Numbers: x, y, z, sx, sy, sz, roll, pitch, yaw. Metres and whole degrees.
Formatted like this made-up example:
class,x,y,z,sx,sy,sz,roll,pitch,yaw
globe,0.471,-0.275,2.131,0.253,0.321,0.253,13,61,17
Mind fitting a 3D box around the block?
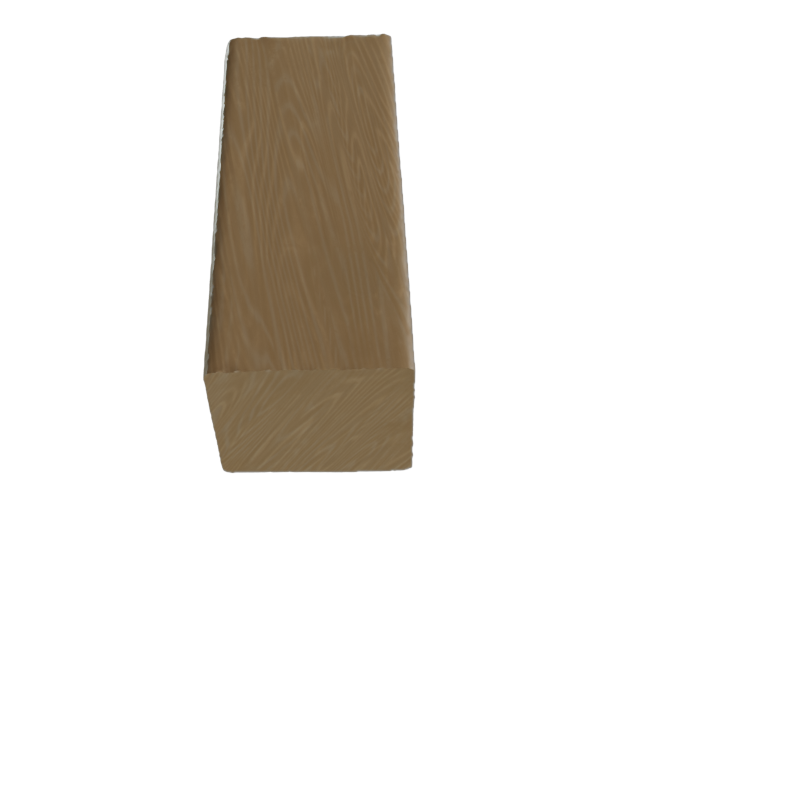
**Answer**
class,x,y,z,sx,sy,sz,roll,pitch,yaw
block,-0.043,-0.078,0.547,0.090,0.221,0.084,-2,-36,-1
